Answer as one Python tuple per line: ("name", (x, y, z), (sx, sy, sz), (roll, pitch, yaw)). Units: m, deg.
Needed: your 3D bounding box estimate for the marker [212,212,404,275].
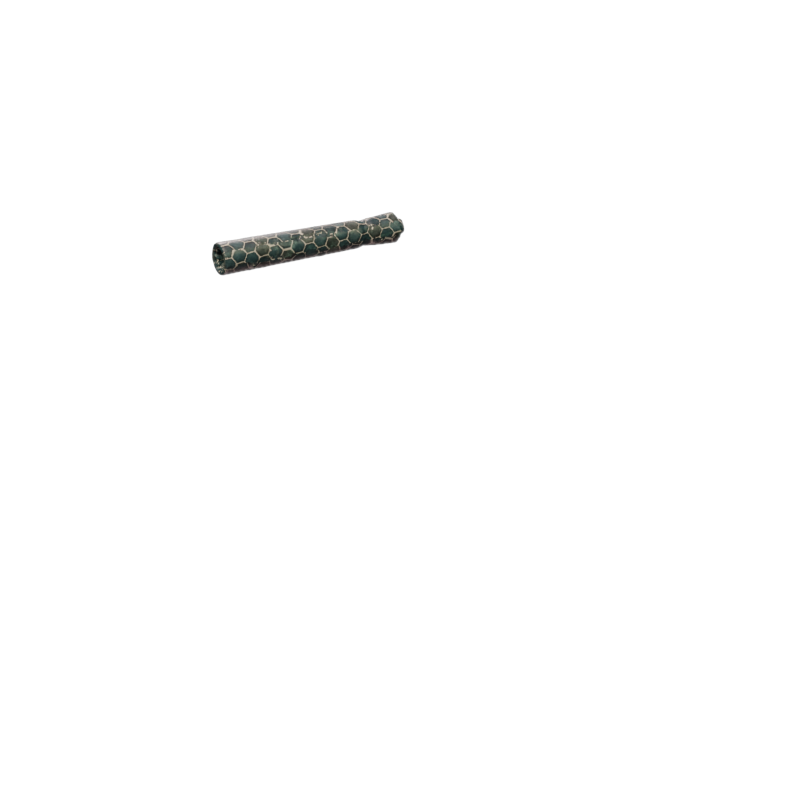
("marker", (-0.050, -0.092, 0.644), (0.119, 0.019, 0.020), (-15, 11, -28))
